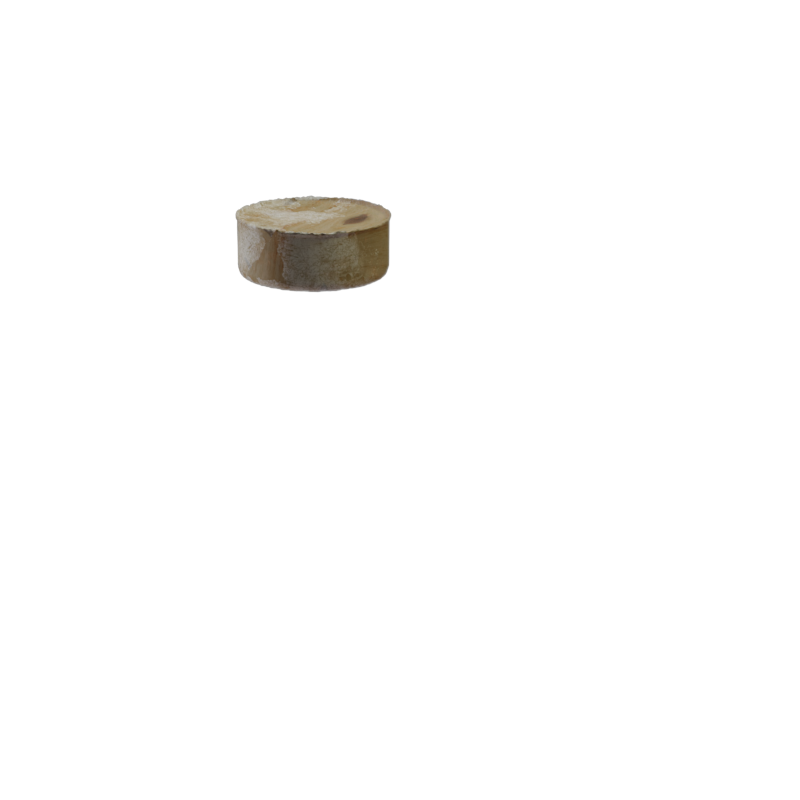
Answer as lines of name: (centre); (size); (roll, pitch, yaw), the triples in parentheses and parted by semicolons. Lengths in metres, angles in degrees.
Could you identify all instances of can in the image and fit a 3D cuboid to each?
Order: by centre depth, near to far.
can: (-0.048, -0.088, 0.614); (0.086, 0.032, 0.090); (-1, 21, -2)
